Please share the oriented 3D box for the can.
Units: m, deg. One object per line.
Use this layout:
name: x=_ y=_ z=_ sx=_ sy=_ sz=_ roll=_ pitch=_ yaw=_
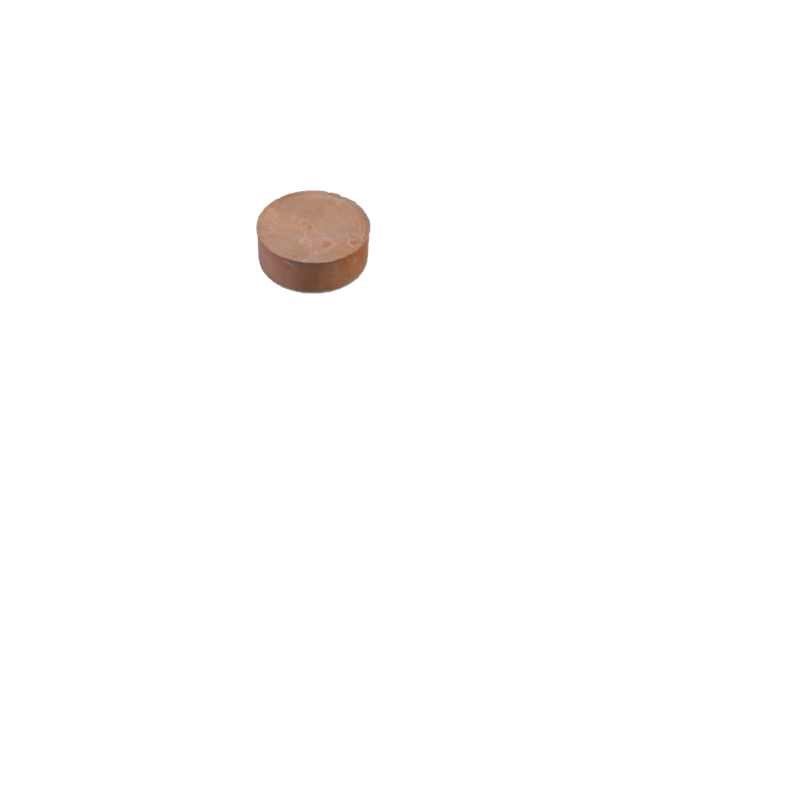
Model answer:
can: x=-0.066 y=-0.120 z=0.841 sx=0.086 sy=0.031 sz=0.092 roll=-1 pitch=44 yaw=-1
